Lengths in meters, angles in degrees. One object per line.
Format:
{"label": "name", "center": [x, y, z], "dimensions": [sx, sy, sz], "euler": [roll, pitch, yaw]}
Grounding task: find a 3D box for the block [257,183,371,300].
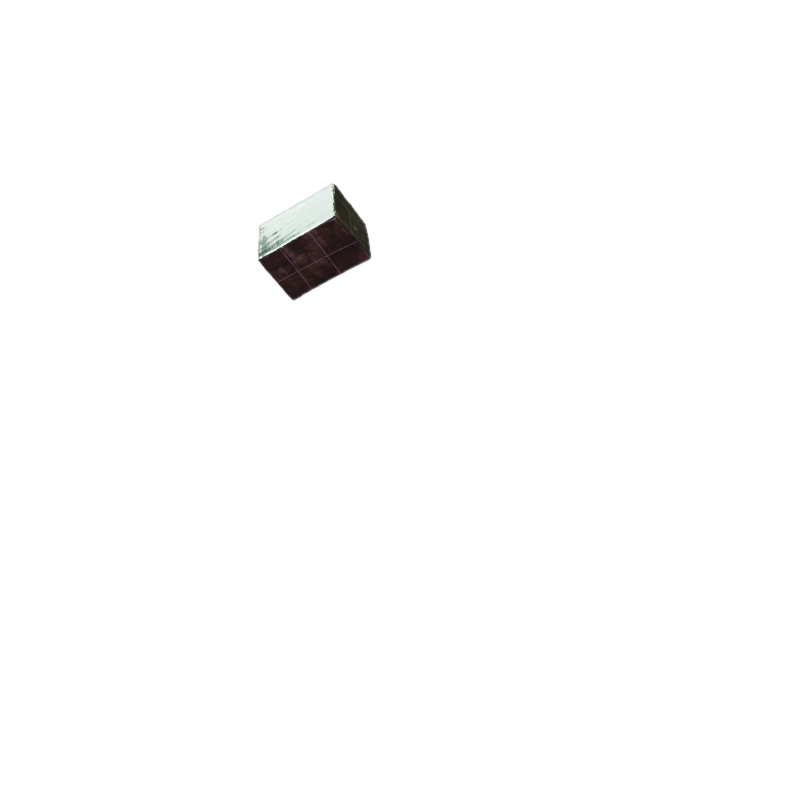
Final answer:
{"label": "block", "center": [-0.071, -0.129, 0.903], "dimensions": [0.078, 0.049, 0.055], "euler": [-26, 36, 18]}
